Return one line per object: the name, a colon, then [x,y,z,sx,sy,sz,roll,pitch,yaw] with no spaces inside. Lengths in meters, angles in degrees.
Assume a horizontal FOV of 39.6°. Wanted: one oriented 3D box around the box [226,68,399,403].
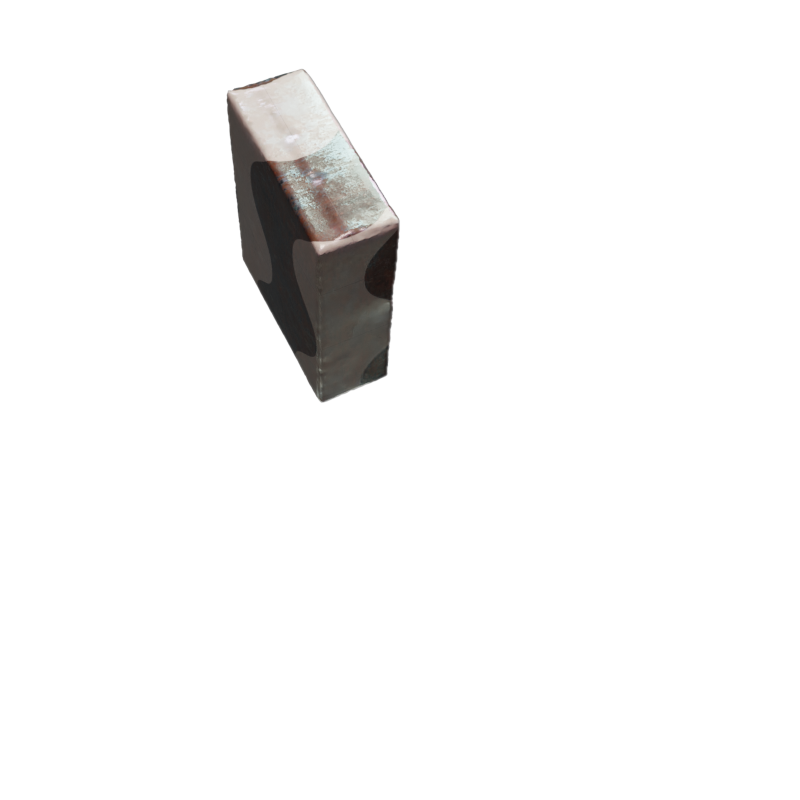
box: [-0.067,-0.123,0.859,0.071,0.176,0.200,-21,-28,-16]
